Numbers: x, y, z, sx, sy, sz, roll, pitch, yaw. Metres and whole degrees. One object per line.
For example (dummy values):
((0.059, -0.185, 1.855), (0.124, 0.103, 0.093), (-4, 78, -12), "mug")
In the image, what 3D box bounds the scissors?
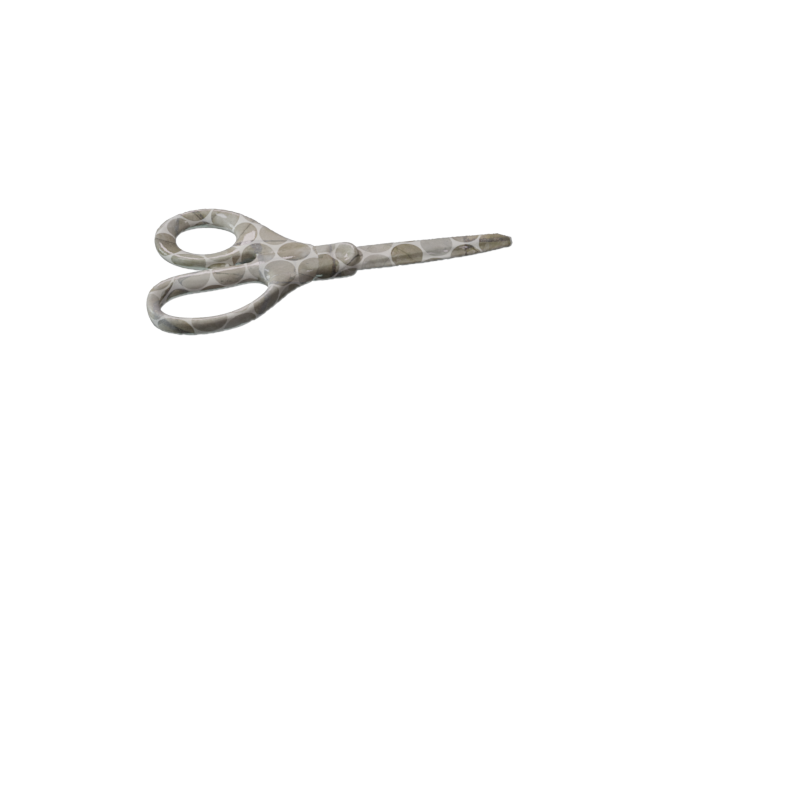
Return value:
((-0.048, -0.088, 0.617), (0.200, 0.015, 0.104), (-20, 51, -18), "scissors")
